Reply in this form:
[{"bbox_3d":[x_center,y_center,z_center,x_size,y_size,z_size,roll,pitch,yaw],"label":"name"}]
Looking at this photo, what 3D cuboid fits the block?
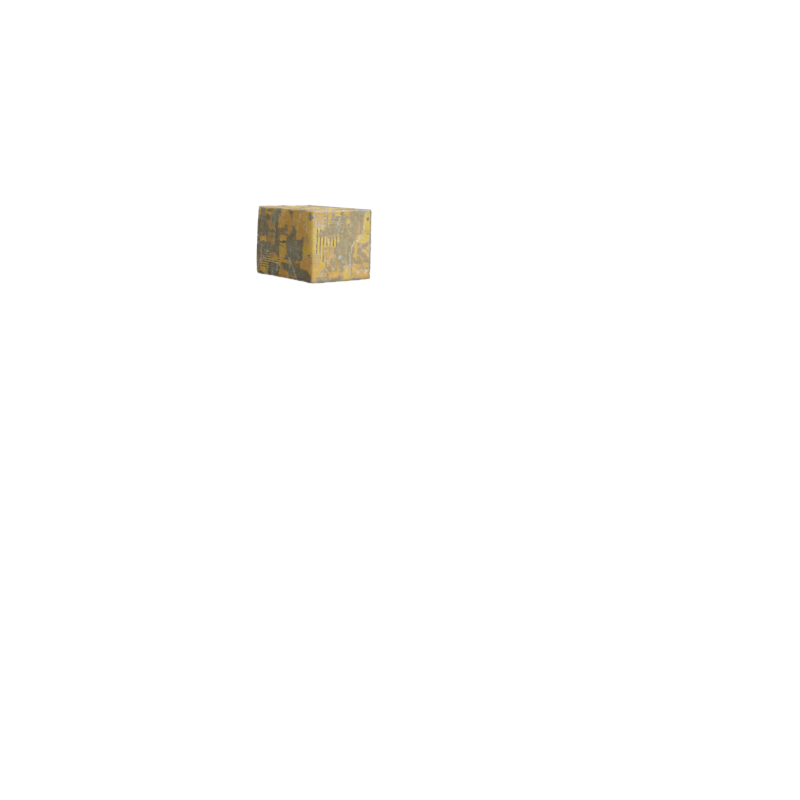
[{"bbox_3d":[-0.063,-0.116,0.809,0.051,0.050,0.082,-6,12,-35],"label":"block"}]
